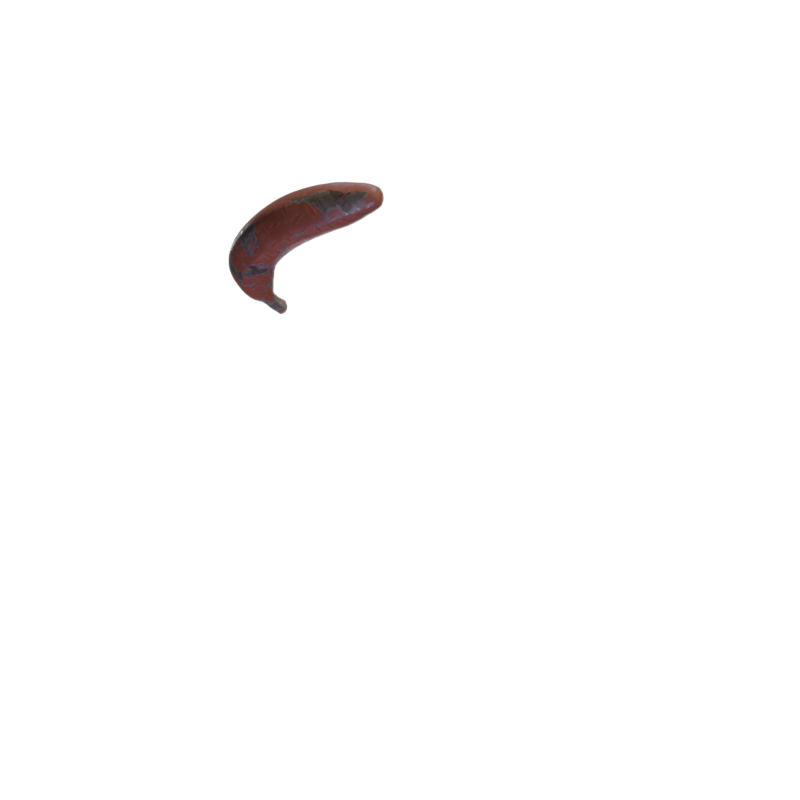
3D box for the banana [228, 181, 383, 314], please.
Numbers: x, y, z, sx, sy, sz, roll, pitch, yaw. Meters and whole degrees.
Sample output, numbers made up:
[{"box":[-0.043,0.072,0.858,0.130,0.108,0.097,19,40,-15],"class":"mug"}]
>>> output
[{"box":[-0.083,-0.119,0.821,0.067,0.039,0.194,9,-22,-24],"class":"banana"}]
